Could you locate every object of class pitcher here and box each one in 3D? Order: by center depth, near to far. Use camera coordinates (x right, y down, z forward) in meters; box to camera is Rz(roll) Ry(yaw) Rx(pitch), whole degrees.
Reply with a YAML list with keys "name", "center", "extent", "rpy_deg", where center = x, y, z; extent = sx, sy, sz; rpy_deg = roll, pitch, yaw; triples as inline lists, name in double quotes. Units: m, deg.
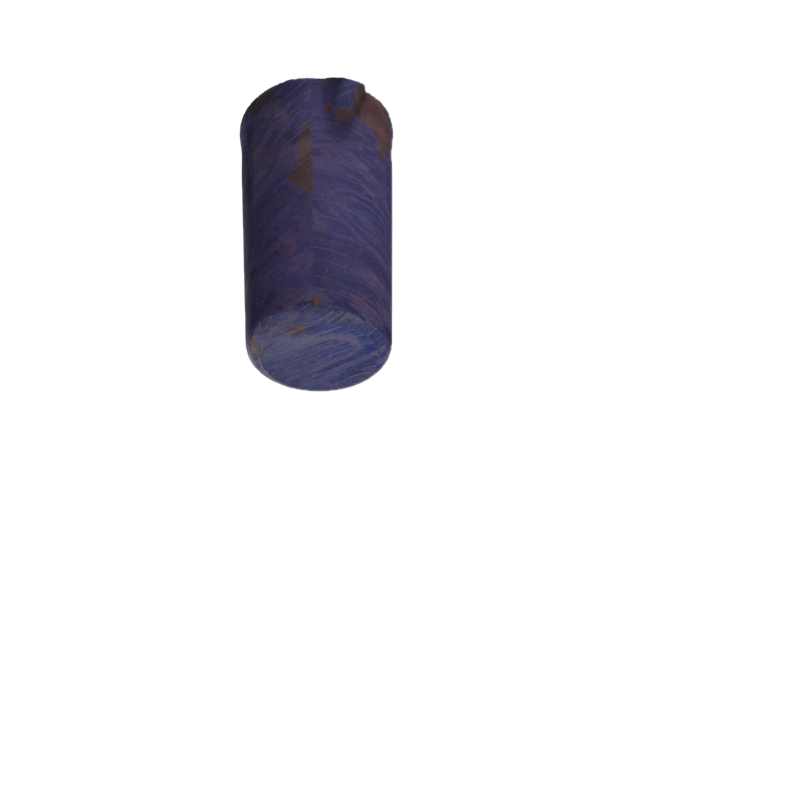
- name: "pitcher"
  center: [-0.070, -0.128, 0.893]
  extent: [0.146, 0.261, 0.137]
  rpy_deg: [-14, -39, 15]
